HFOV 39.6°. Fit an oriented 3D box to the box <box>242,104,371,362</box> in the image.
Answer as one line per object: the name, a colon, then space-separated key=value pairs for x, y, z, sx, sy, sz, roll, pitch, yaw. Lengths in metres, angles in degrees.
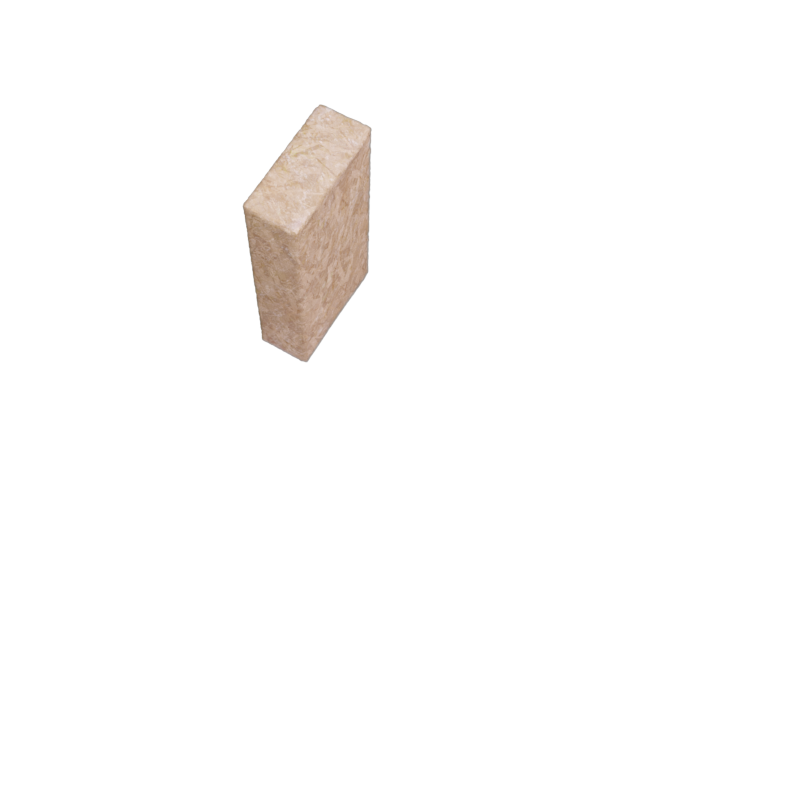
box: x=-0.058 y=-0.106 z=0.744 sx=0.049 sy=0.096 sz=0.167 roll=28 pitch=-23 yaw=8
